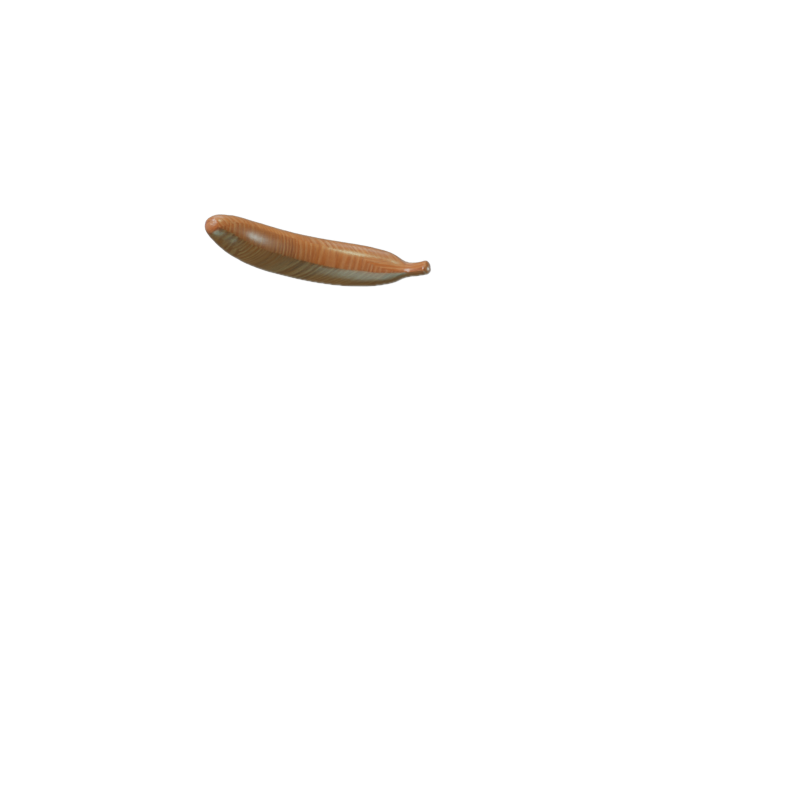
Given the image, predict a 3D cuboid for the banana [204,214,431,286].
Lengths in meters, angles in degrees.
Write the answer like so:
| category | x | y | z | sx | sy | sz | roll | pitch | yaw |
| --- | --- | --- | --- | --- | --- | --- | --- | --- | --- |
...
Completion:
| category | x | y | z | sx | sy | sz | roll | pitch | yaw |
| --- | --- | --- | --- | --- | --- | --- | --- | --- | --- |
| banana | -0.076 | -0.125 | 0.933 | 0.191 | 0.039 | 0.068 | 7 | -21 | -21 |
